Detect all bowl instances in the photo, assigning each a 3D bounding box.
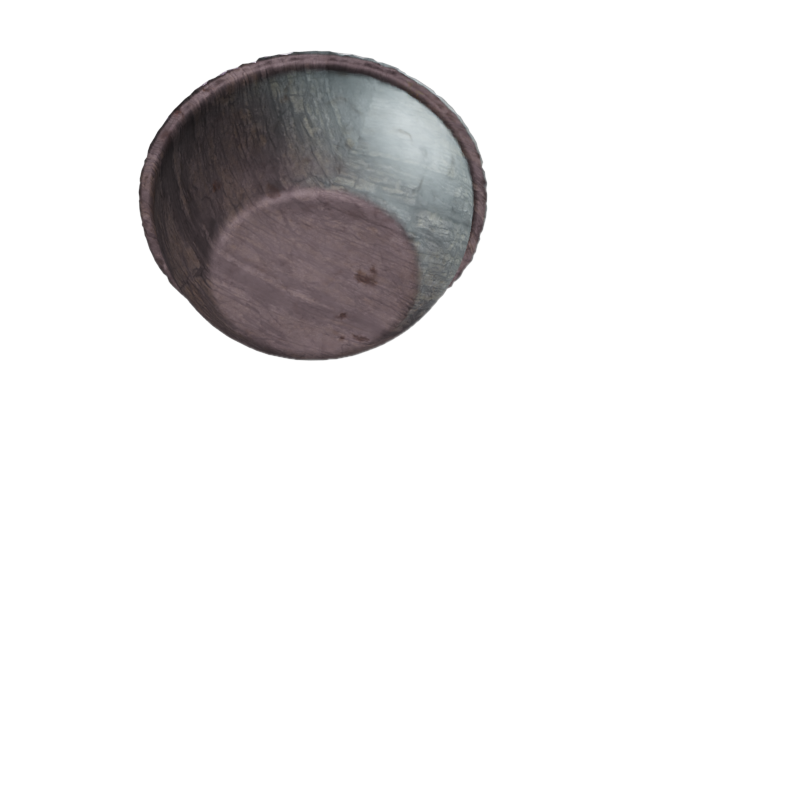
[{"bbox_3d":[-0.039,-0.070,0.493,0.162,0.151,0.059,1,39,-1],"label":"bowl"}]
